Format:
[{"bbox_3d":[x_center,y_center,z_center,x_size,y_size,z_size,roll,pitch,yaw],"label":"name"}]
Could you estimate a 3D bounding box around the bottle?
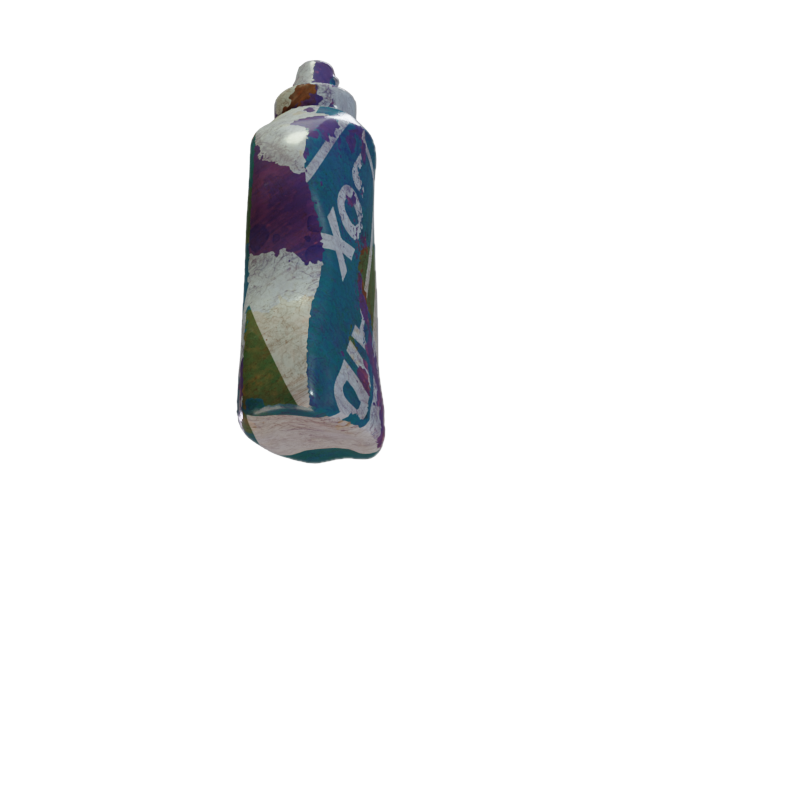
[{"bbox_3d":[-0.040,-0.074,0.519,0.059,0.202,0.090,-9,-24,17],"label":"bottle"}]
